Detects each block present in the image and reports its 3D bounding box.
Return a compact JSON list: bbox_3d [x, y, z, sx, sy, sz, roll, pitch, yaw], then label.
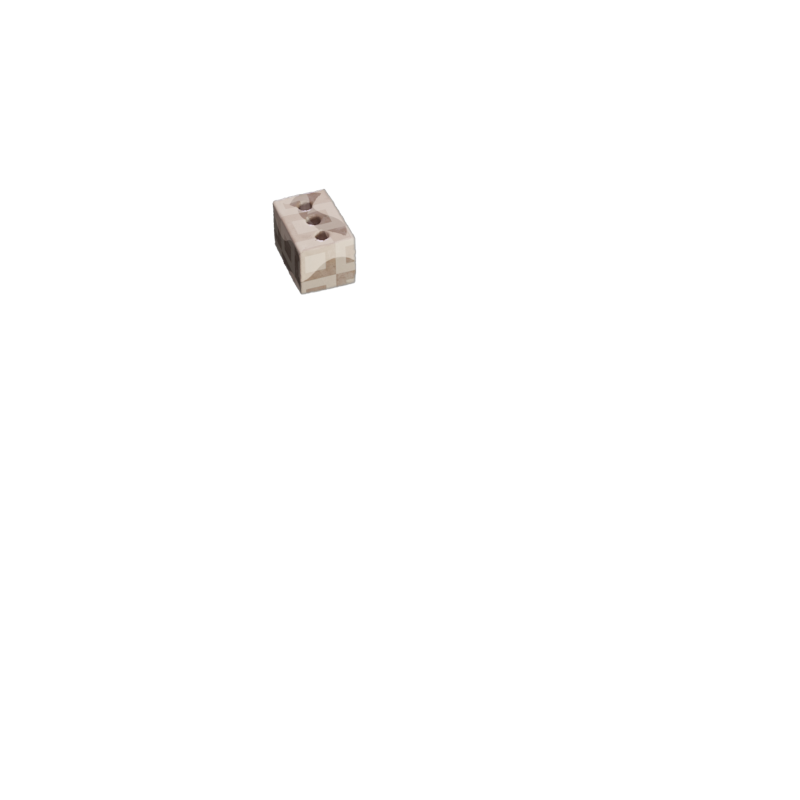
[{"bbox_3d":[-0.077,-0.141,0.986,0.052,0.048,0.084,-15,46,-17],"label":"block"}]
